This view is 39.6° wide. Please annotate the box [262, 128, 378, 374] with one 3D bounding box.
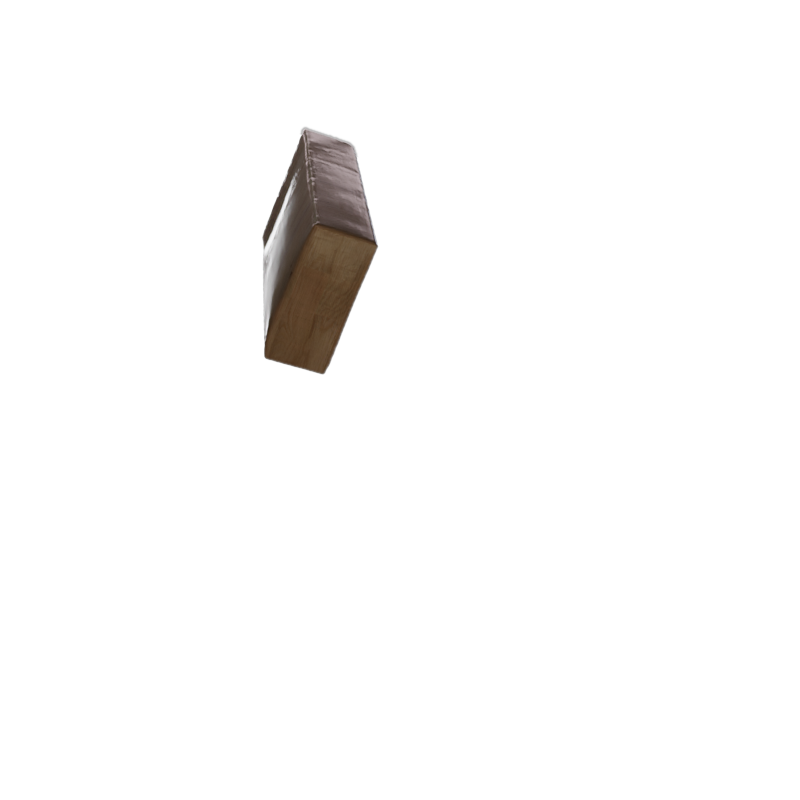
[{"bbox_3d":[-0.056,-0.102,0.715,0.047,0.090,0.187,18,26,-14],"label":"box"}]
